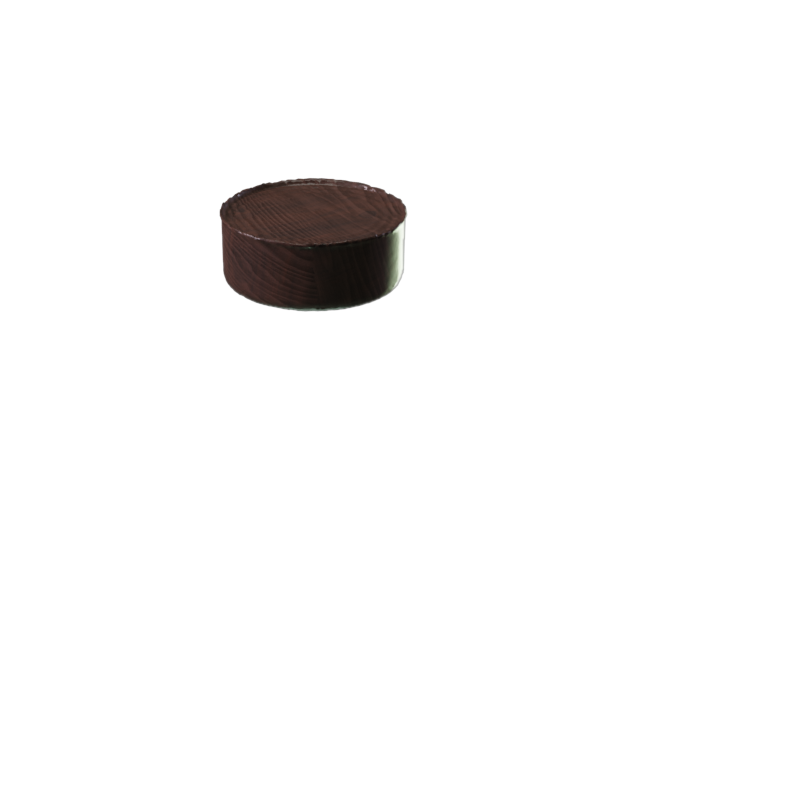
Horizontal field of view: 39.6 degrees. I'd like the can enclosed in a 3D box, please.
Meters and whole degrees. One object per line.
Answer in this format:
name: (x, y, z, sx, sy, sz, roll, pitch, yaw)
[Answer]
can: (-0.040, -0.073, 0.513, 0.086, 0.032, 0.091, -1, 28, -2)
